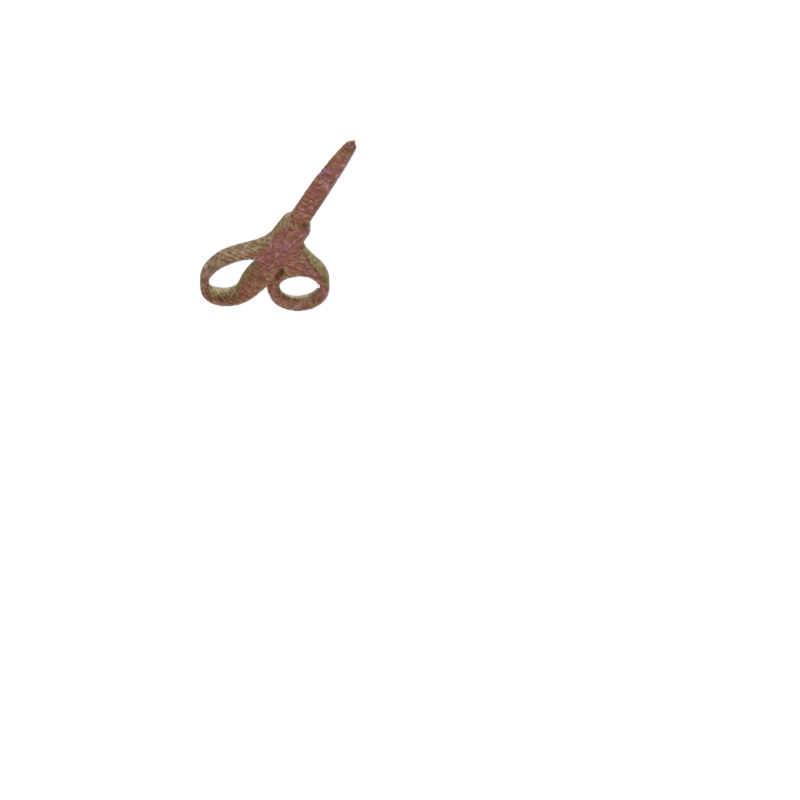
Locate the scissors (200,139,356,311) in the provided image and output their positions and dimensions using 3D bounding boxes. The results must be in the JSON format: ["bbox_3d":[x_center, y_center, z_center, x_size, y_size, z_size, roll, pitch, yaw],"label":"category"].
[{"bbox_3d":[-0.055,-0.101,0.707,0.091,0.017,0.201,18,-30,-35],"label":"scissors"}]
